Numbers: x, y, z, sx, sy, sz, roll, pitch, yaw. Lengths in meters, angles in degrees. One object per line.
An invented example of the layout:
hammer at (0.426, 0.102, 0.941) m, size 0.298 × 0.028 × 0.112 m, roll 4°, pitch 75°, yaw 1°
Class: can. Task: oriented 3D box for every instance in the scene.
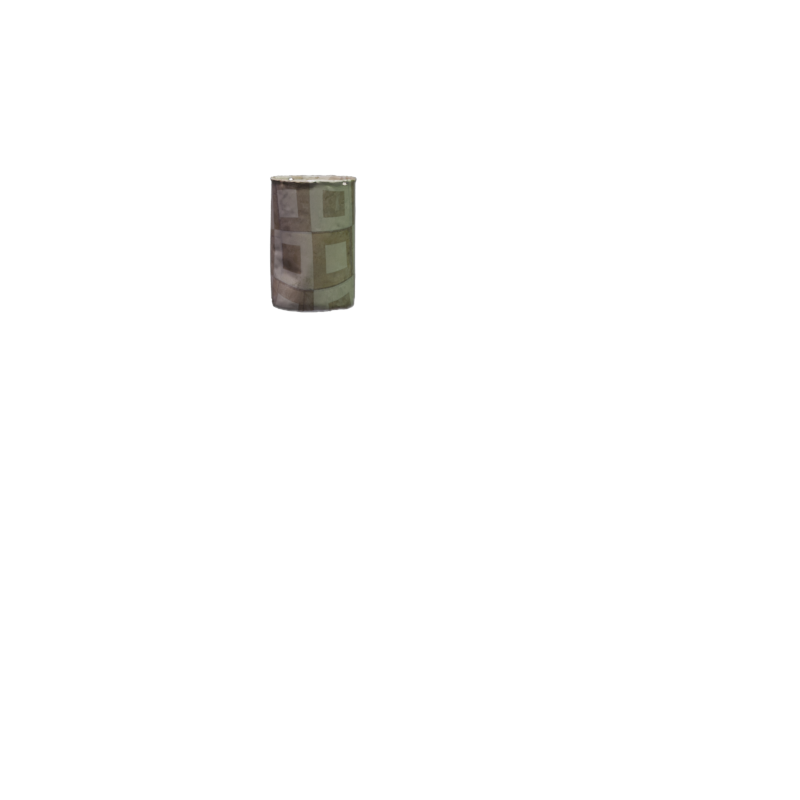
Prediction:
can at (-0.068, -0.125, 0.873) m, size 0.068 × 0.100 × 0.070 m, roll 0°, pitch 9°, yaw -2°
